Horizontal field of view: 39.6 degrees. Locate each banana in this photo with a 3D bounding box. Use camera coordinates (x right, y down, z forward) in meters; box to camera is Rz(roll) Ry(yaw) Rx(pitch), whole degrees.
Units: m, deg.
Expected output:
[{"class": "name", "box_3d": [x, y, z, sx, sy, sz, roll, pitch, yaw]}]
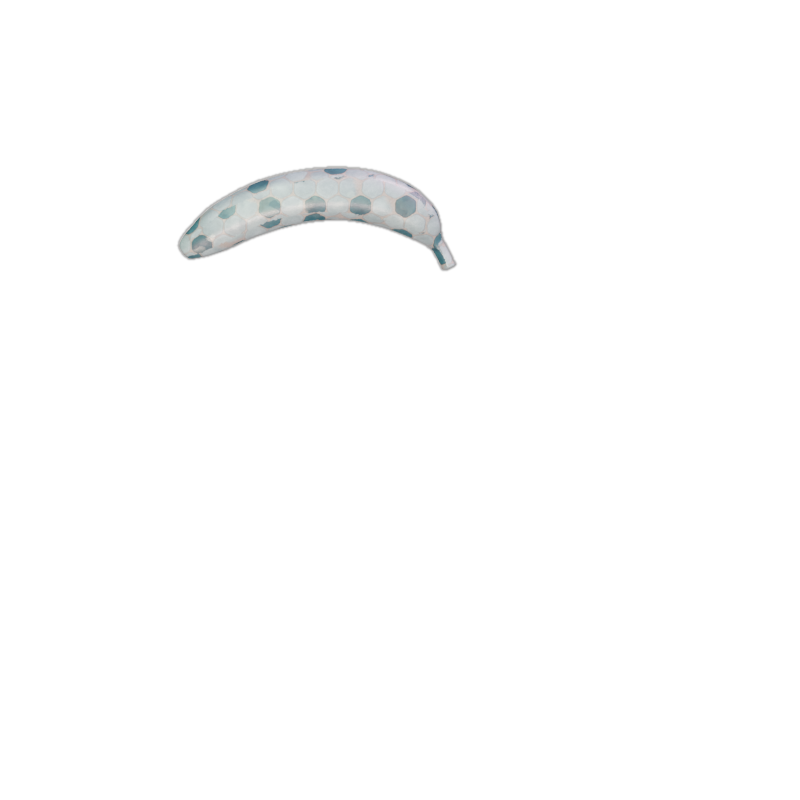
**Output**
[{"class": "banana", "box_3d": [-0.057, -0.130, 0.783, 0.198, 0.070, 0.037, 3, -2, 0]}]
